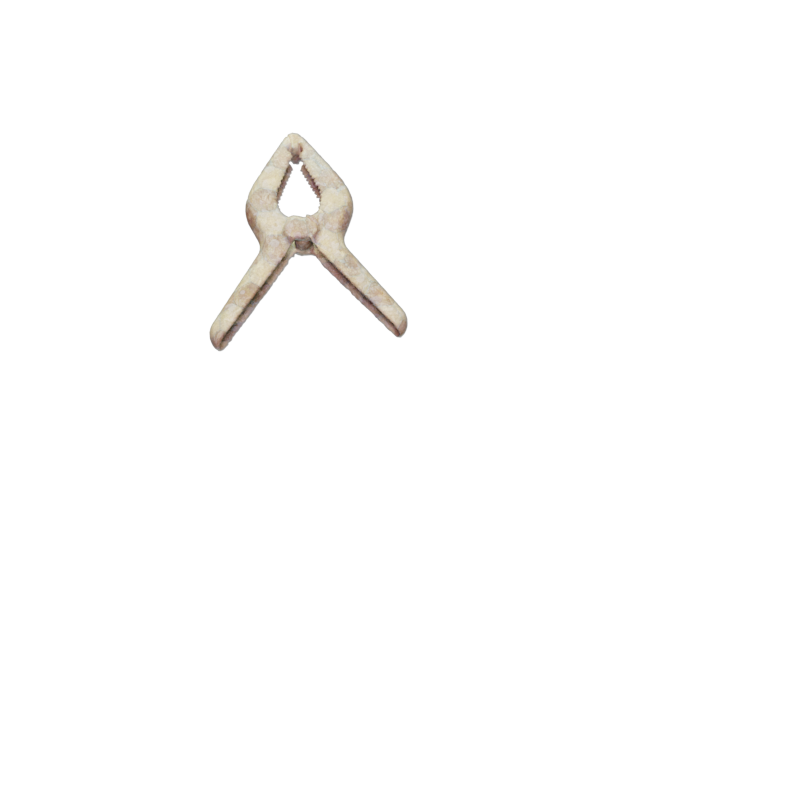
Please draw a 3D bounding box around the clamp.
[{"bbox_3d":[-0.076,-0.138,0.965,0.165,0.222,0.034,1,-27,0],"label":"clamp"}]
